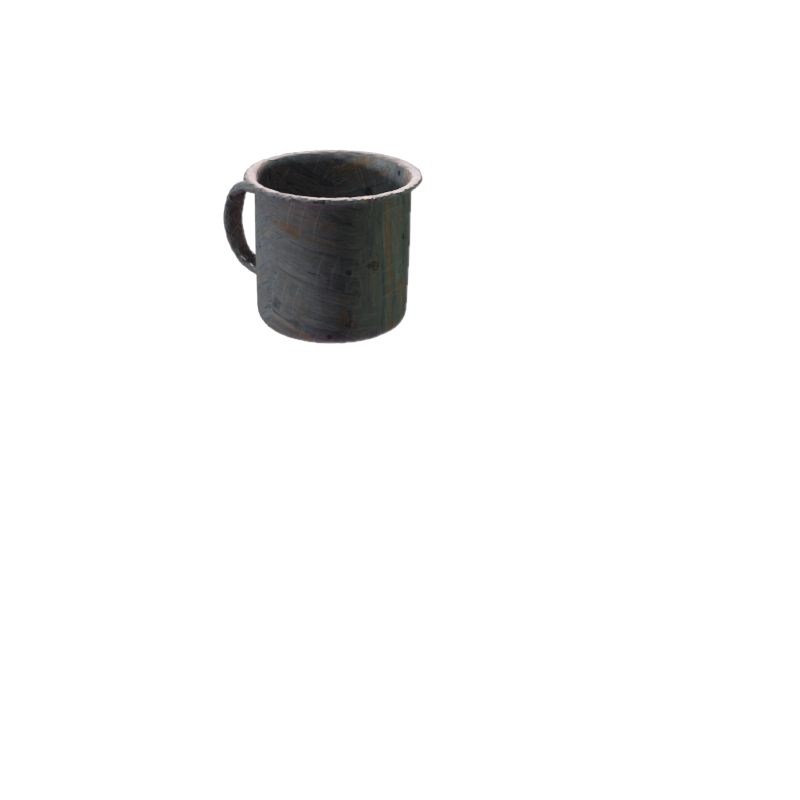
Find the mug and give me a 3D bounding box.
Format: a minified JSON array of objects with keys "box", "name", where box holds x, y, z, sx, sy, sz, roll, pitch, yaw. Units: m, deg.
[{"box":[-0.047,-0.085,0.596,0.122,0.078,0.094,14,28,27],"name":"mug"}]
